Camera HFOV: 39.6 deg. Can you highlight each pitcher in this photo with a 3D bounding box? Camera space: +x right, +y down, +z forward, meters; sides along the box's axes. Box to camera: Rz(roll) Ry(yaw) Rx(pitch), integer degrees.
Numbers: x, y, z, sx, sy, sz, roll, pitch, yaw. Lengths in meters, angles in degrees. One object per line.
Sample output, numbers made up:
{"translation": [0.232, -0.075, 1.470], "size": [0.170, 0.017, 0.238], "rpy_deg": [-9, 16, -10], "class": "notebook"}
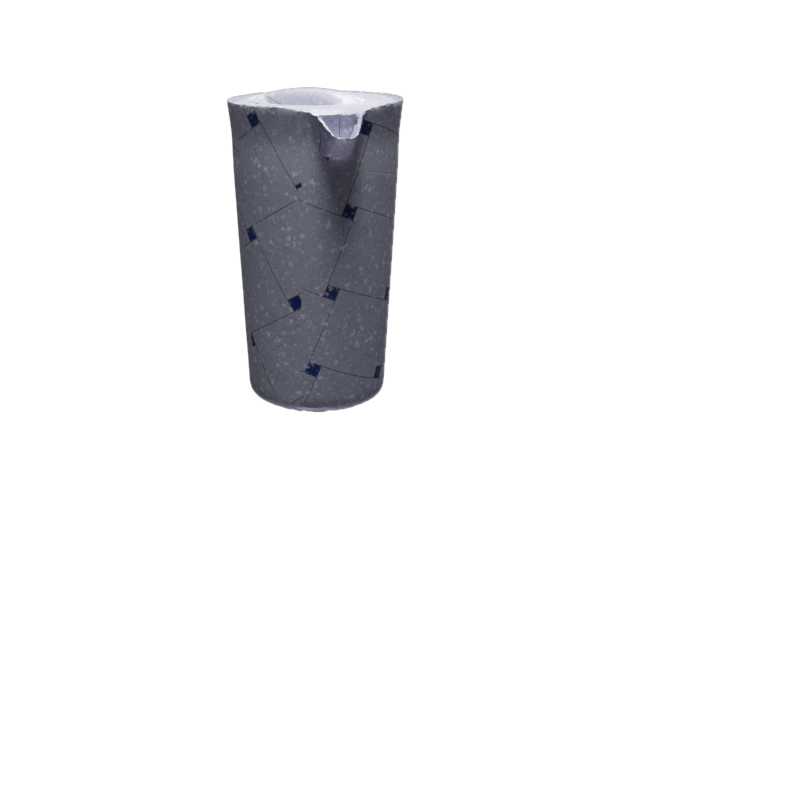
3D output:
{"translation": [-0.069, -0.125, 0.875], "size": [0.151, 0.235, 0.149], "rpy_deg": [9, 18, 25], "class": "pitcher"}
